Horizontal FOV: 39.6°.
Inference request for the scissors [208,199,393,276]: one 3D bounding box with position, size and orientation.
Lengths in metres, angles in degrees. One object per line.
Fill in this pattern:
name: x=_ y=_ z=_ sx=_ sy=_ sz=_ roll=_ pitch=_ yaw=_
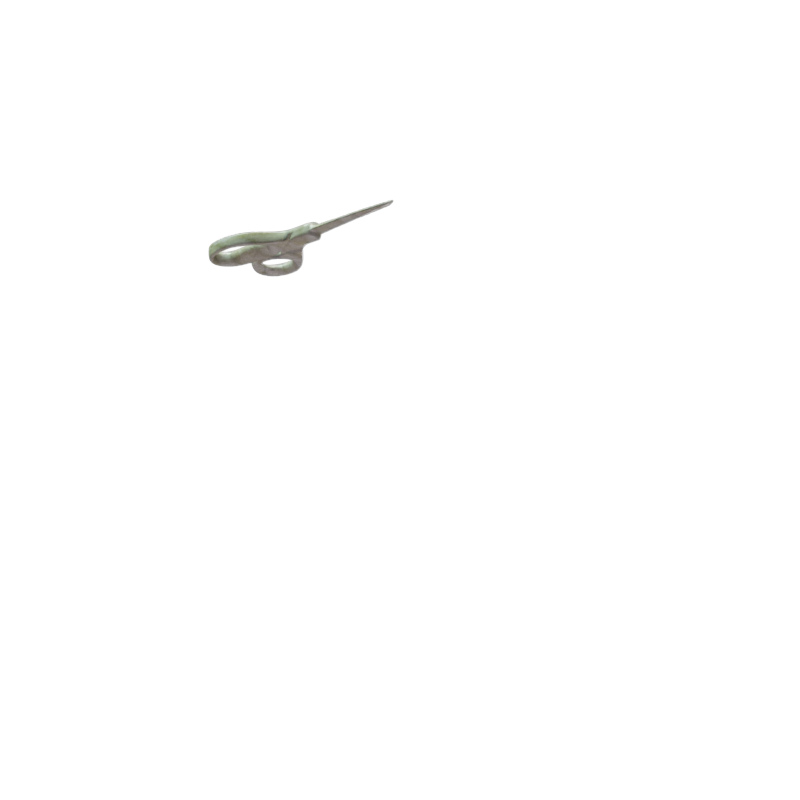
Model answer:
scissors: x=-0.078 y=-0.142 z=0.997 sx=0.206 sy=0.016 sz=0.090 roll=-7 pitch=-16 yaw=26
